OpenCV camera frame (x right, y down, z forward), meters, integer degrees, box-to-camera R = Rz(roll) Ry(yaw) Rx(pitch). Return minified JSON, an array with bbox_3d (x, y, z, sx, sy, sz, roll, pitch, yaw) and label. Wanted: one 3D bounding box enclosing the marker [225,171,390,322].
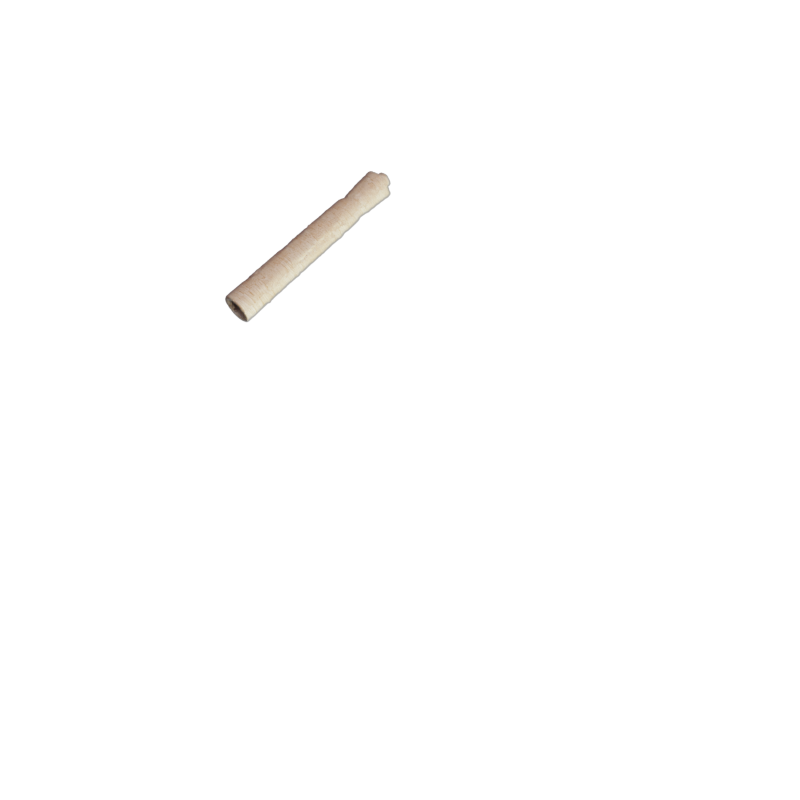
[{"bbox_3d":[-0.049,-0.090,0.628,0.122,0.019,0.020,-45,23,-21],"label":"marker"}]
